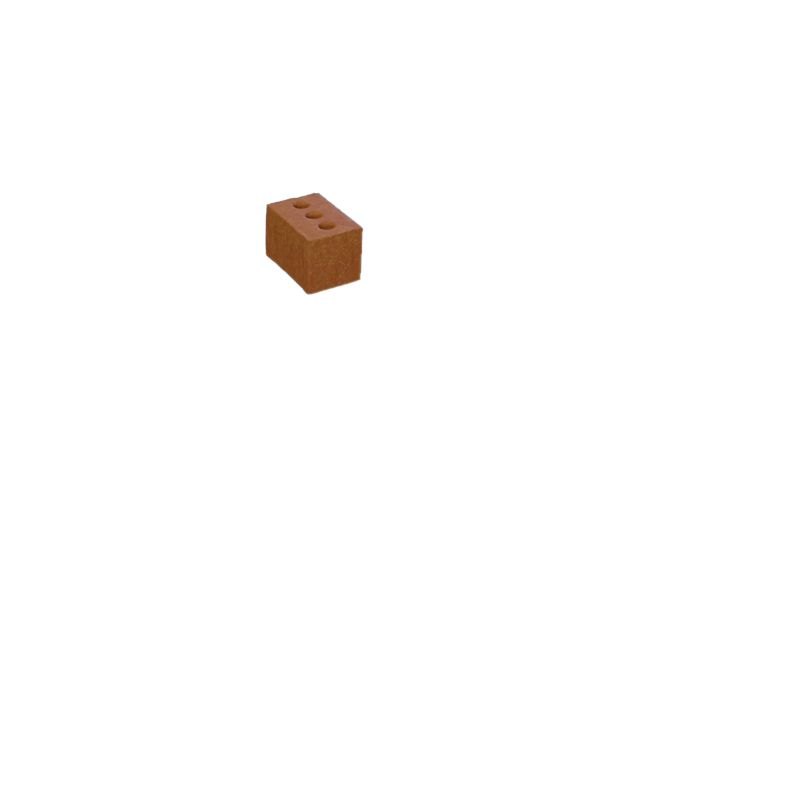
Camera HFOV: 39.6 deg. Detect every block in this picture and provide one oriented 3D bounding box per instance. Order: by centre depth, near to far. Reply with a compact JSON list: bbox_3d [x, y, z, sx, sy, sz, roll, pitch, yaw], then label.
[{"bbox_3d":[-0.072,-0.132,0.925,0.052,0.048,0.084,-17,37,-27],"label":"block"}]
